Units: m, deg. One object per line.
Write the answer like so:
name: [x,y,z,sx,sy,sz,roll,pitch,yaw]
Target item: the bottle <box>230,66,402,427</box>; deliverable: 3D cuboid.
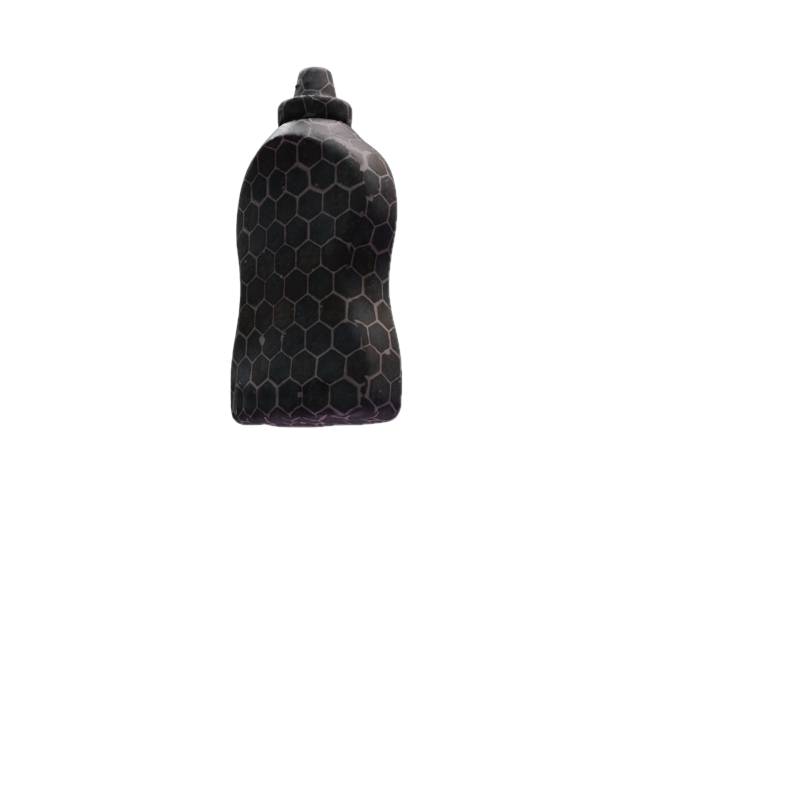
bottle: [-0.046,-0.084,0.588,0.098,0.197,0.055,-10,-15,41]
